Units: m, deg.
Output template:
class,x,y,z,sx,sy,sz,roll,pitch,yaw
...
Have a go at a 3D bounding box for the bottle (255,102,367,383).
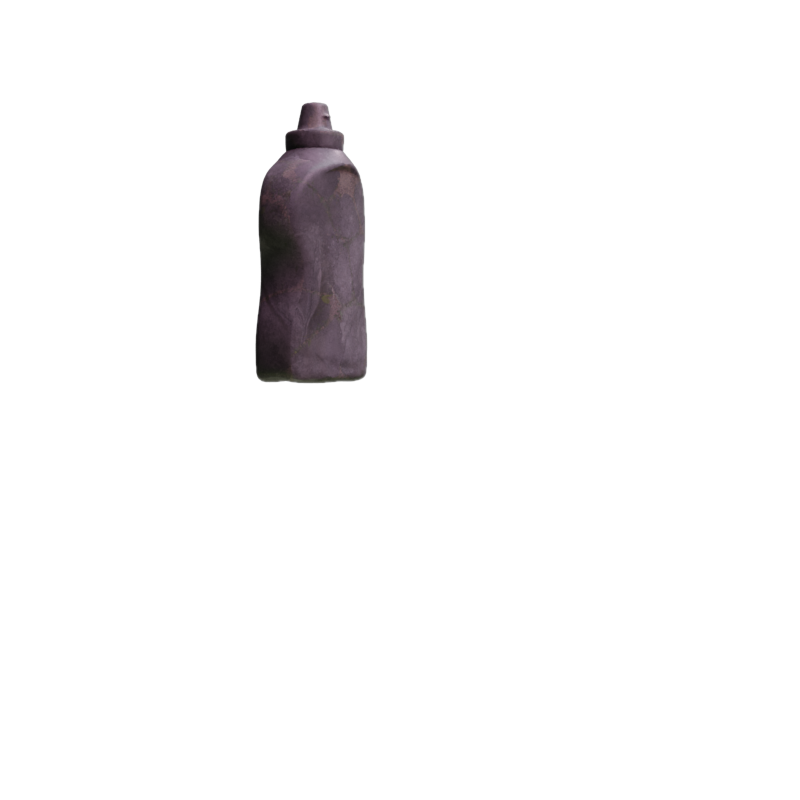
class,x,y,z,sx,sy,sz,roll,pitch,yaw
bottle,-0.059,-0.109,0.764,0.060,0.194,0.092,-3,-5,33
